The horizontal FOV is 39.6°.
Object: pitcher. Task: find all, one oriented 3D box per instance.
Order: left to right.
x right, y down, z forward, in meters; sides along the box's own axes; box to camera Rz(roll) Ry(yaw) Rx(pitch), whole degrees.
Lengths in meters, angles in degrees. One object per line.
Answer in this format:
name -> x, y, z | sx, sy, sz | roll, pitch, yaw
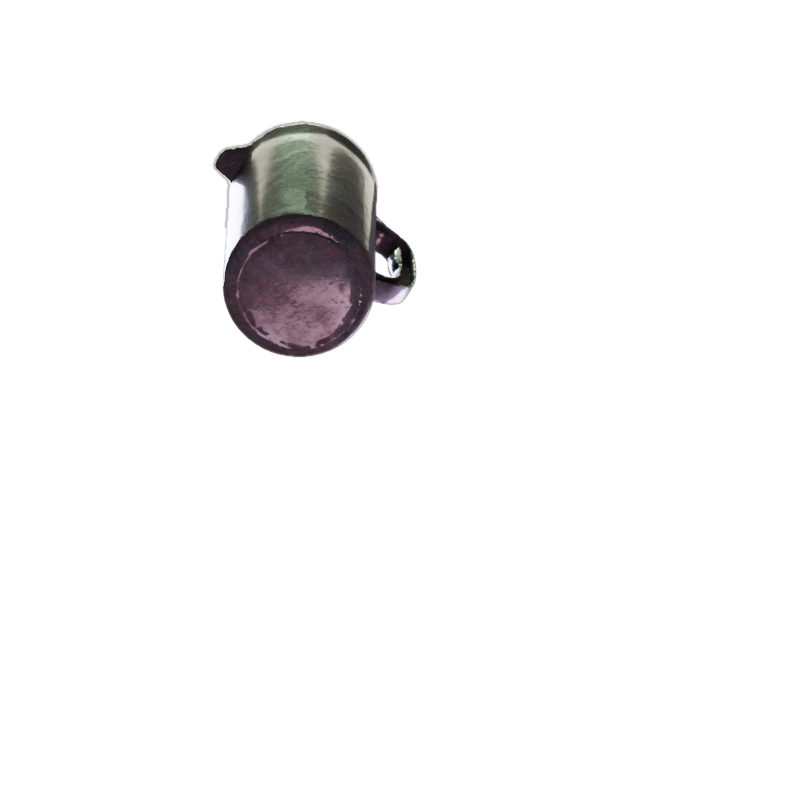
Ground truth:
pitcher -> -0.069, -0.126, 0.885 | 0.149, 0.137, 0.256 | -14, 25, 3
